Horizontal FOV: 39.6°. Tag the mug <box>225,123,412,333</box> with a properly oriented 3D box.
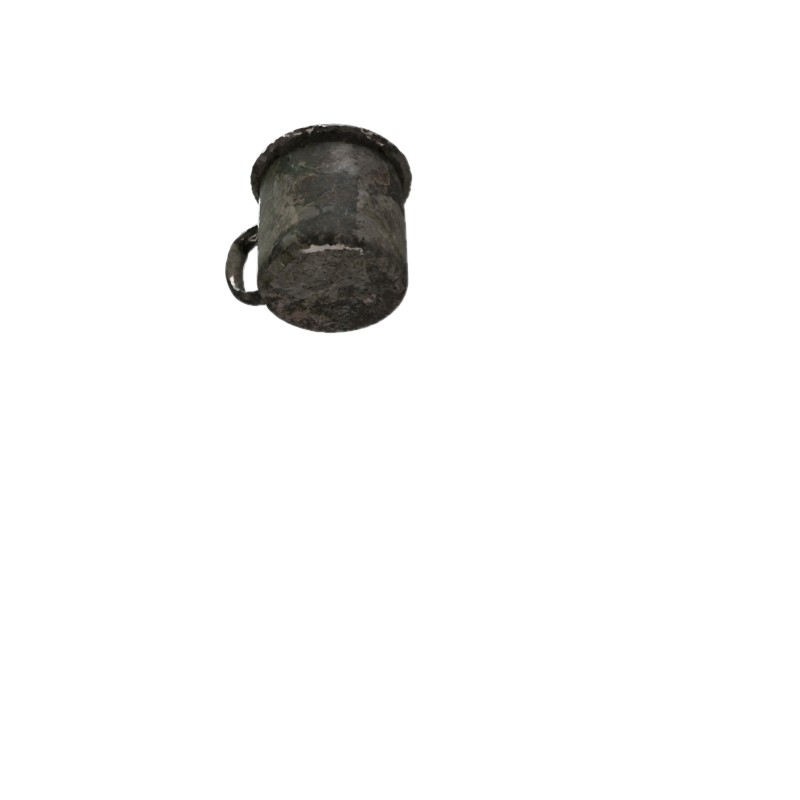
[{"bbox_3d":[-0.048,-0.088,0.617,0.118,0.087,0.086,-18,-39,22],"label":"mug"}]
